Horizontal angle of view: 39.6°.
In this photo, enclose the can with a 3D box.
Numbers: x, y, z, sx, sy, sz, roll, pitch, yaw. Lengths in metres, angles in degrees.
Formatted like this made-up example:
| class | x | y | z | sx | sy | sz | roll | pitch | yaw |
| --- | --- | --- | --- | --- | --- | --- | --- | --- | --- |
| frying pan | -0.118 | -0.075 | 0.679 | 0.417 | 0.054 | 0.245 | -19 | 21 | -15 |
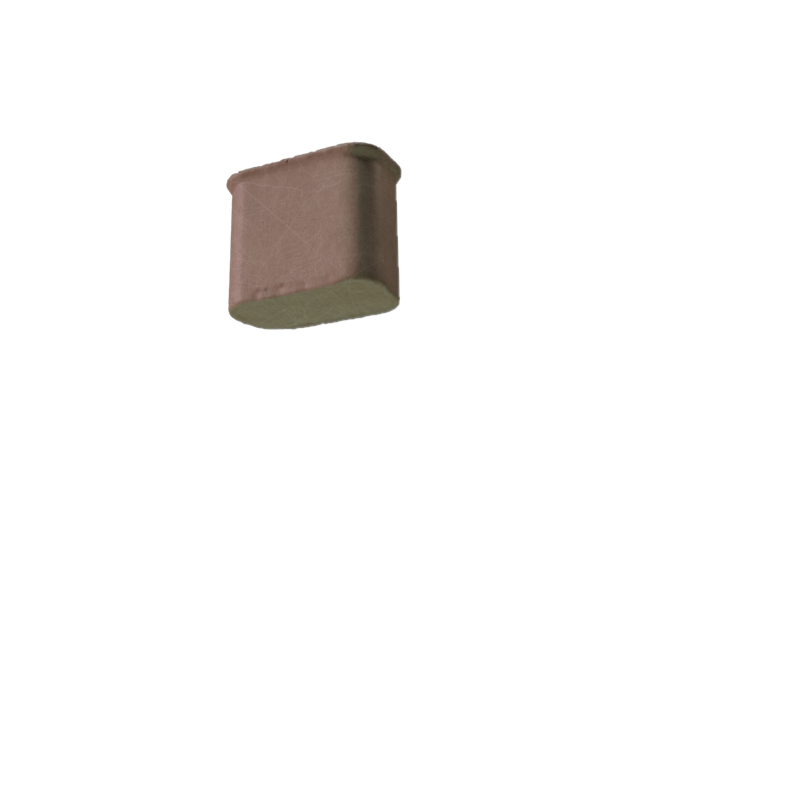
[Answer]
| class | x | y | z | sx | sy | sz | roll | pitch | yaw |
| --- | --- | --- | --- | --- | --- | --- | --- | --- | --- |
| can | -0.050 | -0.091 | 0.635 | 0.104 | 0.088 | 0.054 | -10 | -23 | 25 |
